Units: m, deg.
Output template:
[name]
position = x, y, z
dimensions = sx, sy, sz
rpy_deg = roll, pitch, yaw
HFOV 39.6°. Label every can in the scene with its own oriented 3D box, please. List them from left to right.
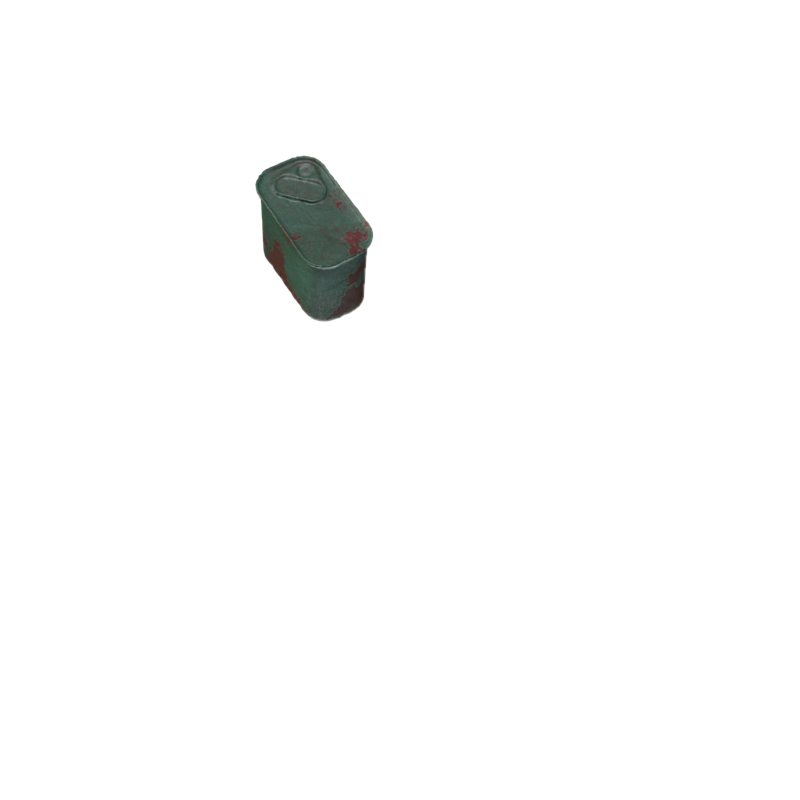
[can]
position = -0.066, -0.121, 0.847
dimensions = 0.057, 0.109, 0.078
rpy_deg = -26, -28, -17
